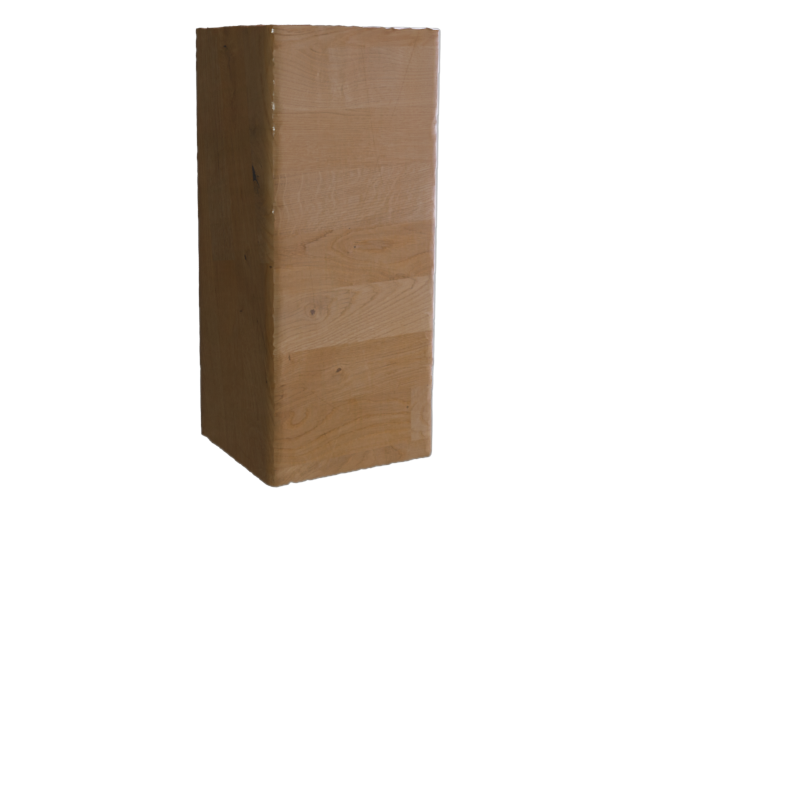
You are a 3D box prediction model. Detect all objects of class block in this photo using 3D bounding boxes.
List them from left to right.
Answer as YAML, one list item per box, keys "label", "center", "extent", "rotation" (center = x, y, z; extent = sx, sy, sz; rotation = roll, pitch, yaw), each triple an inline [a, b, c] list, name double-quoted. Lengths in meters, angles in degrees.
- label: "block"
  center: [-0.043, -0.078, 0.542]
  extent: [0.088, 0.201, 0.095]
  rotation: [-6, 13, -30]
